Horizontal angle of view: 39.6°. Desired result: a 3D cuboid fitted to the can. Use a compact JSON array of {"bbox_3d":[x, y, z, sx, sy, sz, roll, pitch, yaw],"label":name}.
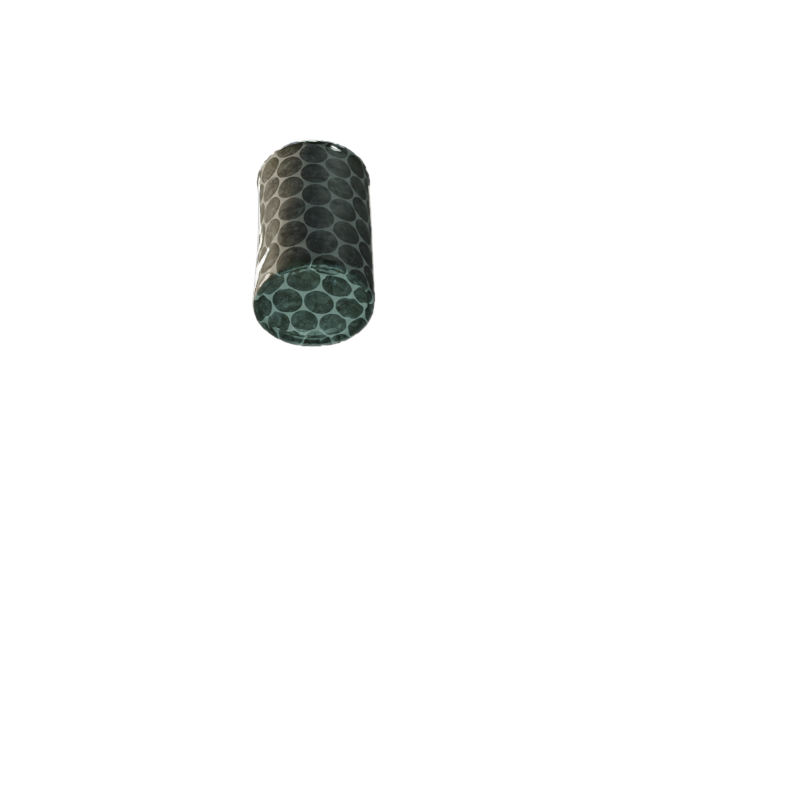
[{"bbox_3d":[-0.049,-0.090,0.629,0.068,0.110,0.064,-1,-42,-3],"label":"can"}]
